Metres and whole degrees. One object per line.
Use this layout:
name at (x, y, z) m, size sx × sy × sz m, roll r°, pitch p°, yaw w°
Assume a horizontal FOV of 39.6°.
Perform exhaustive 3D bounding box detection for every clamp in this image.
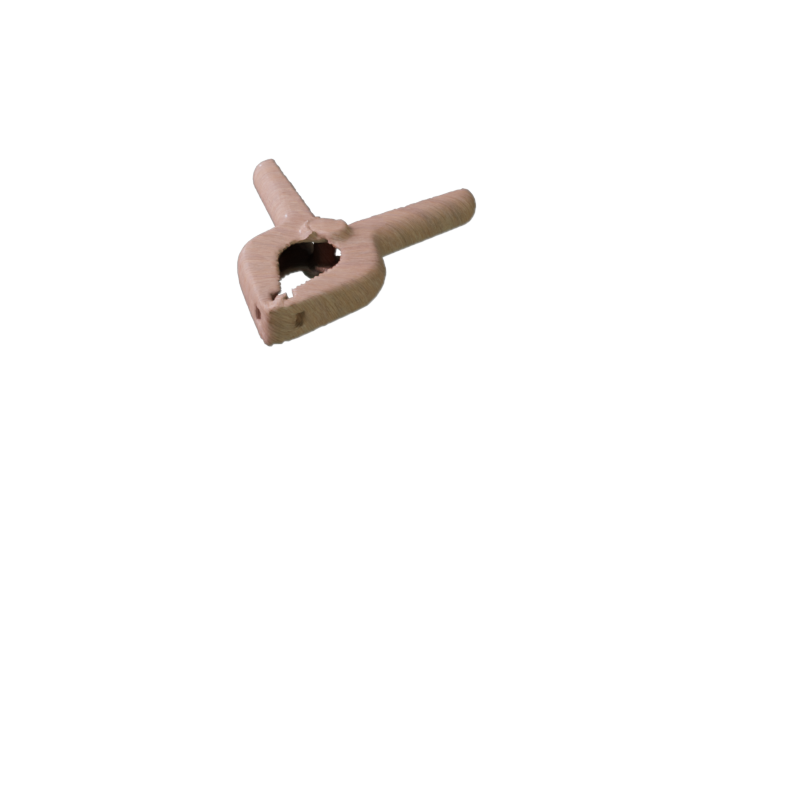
clamp at (-0.057, -0.105, 0.733) m, size 0.170 × 0.034 × 0.216 m, roll 13°, pitch 36°, yaw 18°
